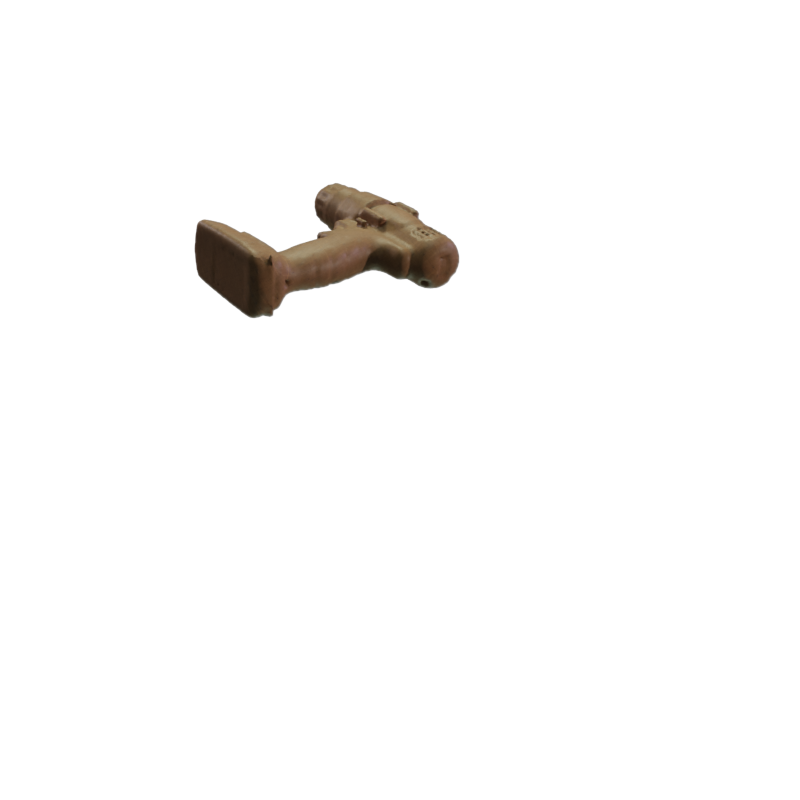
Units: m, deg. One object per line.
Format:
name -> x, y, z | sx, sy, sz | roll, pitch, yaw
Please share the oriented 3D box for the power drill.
power drill -> -0.072, -0.132, 0.926 | 0.184, 0.054, 0.198 | -17, 32, -29
